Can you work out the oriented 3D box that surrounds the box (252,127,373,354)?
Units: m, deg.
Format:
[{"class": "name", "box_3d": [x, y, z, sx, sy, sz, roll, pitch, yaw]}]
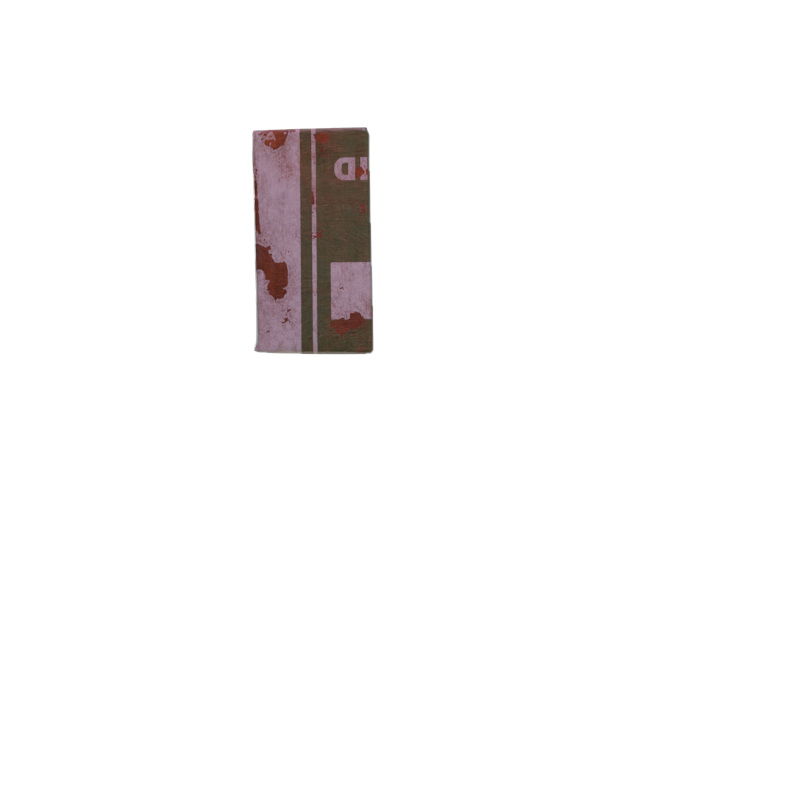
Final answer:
[{"class": "box", "box_3d": [-0.068, -0.125, 0.877, 0.094, 0.178, 0.047, 0, -4, 4]}]
